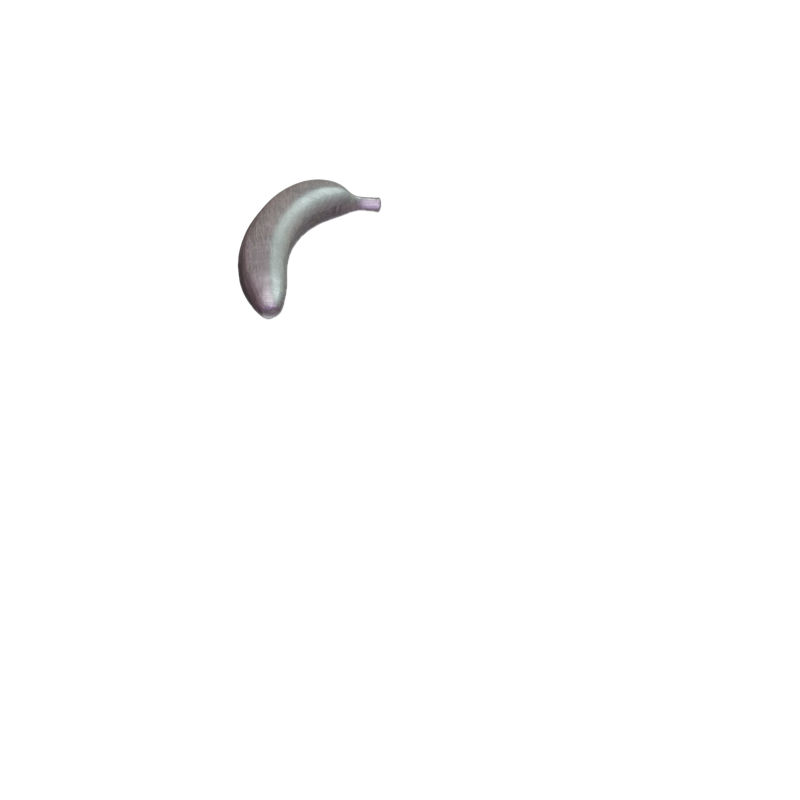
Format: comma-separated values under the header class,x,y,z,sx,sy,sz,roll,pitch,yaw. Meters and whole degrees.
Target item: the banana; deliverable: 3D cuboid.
class,x,y,z,sx,sy,sz,roll,pitch,yaw
banana,-0.080,-0.125,0.836,0.072,0.034,0.204,13,37,17
